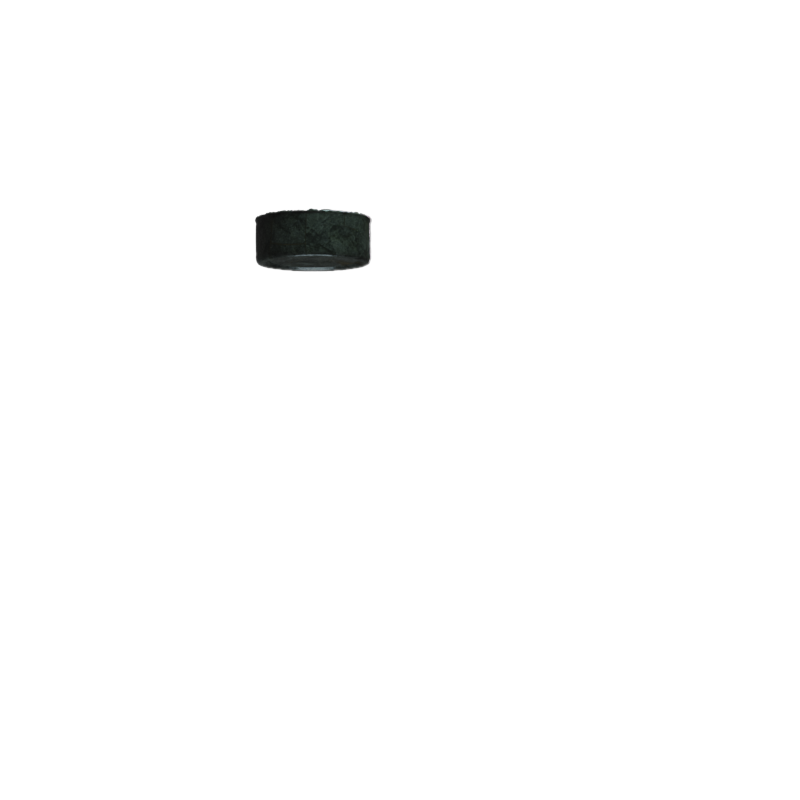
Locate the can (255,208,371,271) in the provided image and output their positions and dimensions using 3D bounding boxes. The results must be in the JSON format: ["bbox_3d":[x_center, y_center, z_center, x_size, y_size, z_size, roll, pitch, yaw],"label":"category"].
[{"bbox_3d":[-0.064,-0.116,0.812,0.086,0.034,0.085,0,-2,-2],"label":"can"}]
